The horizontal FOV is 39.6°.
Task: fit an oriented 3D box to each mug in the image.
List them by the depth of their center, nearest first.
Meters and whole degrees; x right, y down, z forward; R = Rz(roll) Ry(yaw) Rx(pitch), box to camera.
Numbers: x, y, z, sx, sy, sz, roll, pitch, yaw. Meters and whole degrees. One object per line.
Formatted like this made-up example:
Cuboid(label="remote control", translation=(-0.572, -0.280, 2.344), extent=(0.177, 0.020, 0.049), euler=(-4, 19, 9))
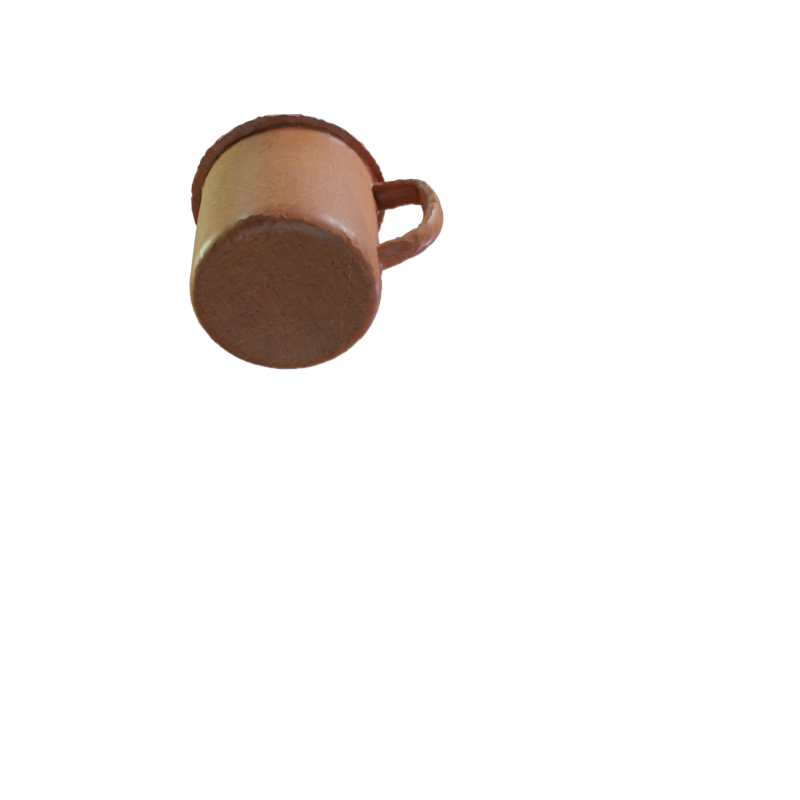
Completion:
Cuboid(label="mug", translation=(-0.039, -0.070, 0.492), extent=(0.118, 0.087, 0.087), euler=(-10, 36, 6))
